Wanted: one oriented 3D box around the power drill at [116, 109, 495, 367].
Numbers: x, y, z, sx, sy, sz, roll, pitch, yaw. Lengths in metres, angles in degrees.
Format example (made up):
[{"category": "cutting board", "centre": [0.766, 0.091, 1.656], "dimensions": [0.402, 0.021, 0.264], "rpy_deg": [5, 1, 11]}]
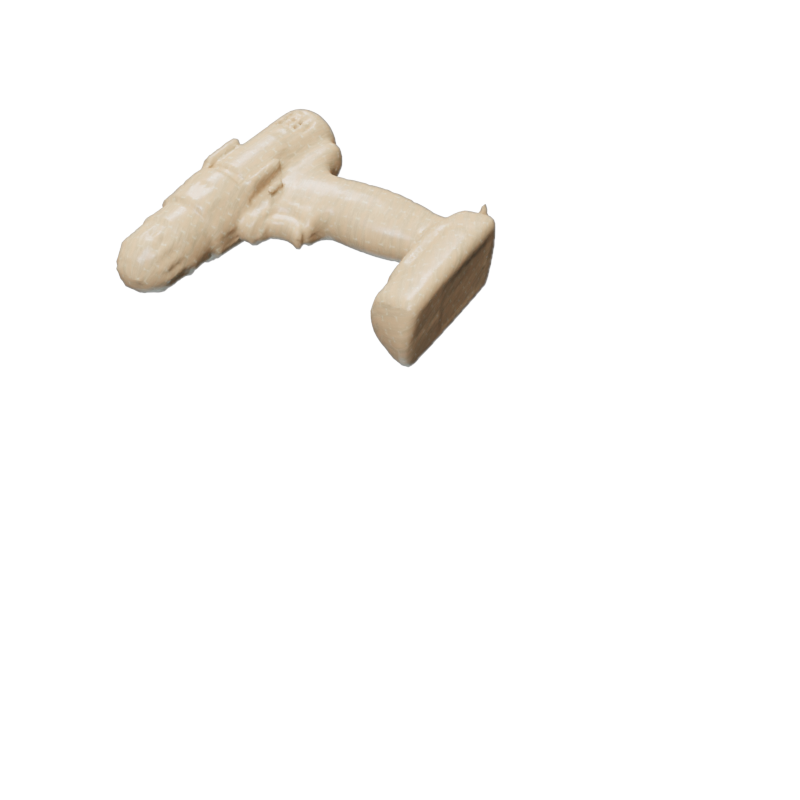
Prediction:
[{"category": "power drill", "centre": [-0.053, -0.096, 0.673], "dimensions": [0.197, 0.053, 0.188], "rpy_deg": [29, 54, 23]}]
